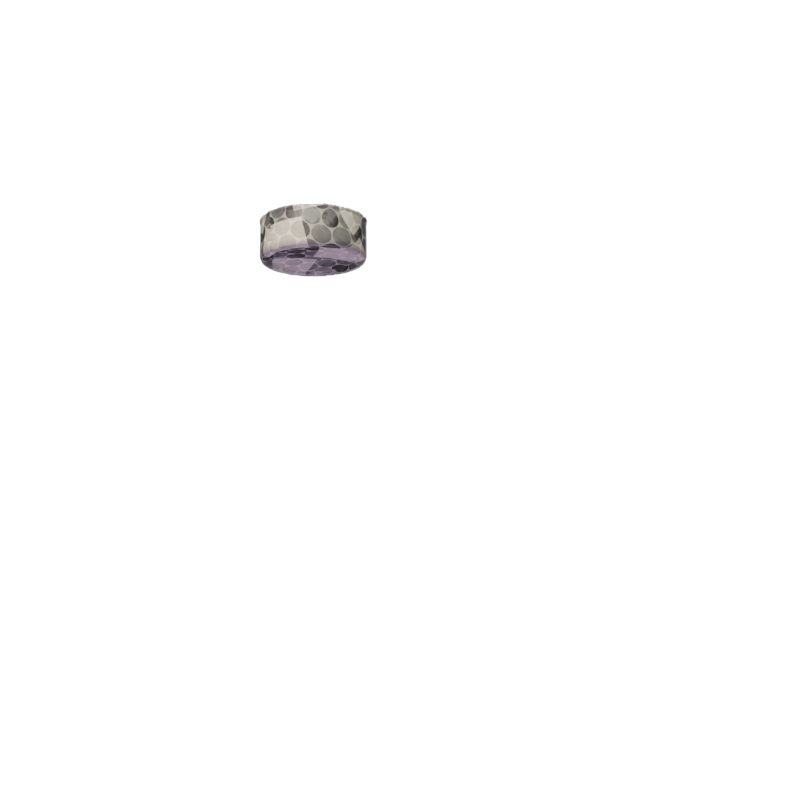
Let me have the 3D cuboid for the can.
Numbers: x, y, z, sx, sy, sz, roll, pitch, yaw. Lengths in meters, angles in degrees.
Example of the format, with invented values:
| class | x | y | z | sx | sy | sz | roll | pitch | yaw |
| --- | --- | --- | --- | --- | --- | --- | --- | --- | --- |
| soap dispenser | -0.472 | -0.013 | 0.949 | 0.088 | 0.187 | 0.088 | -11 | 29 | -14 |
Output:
| class | x | y | z | sx | sy | sz | roll | pitch | yaw |
| --- | --- | --- | --- | --- | --- | --- | --- | --- | --- |
| can | -0.069 | -0.125 | 0.879 | 0.086 | 0.035 | 0.083 | 0 | -12 | -2 |
